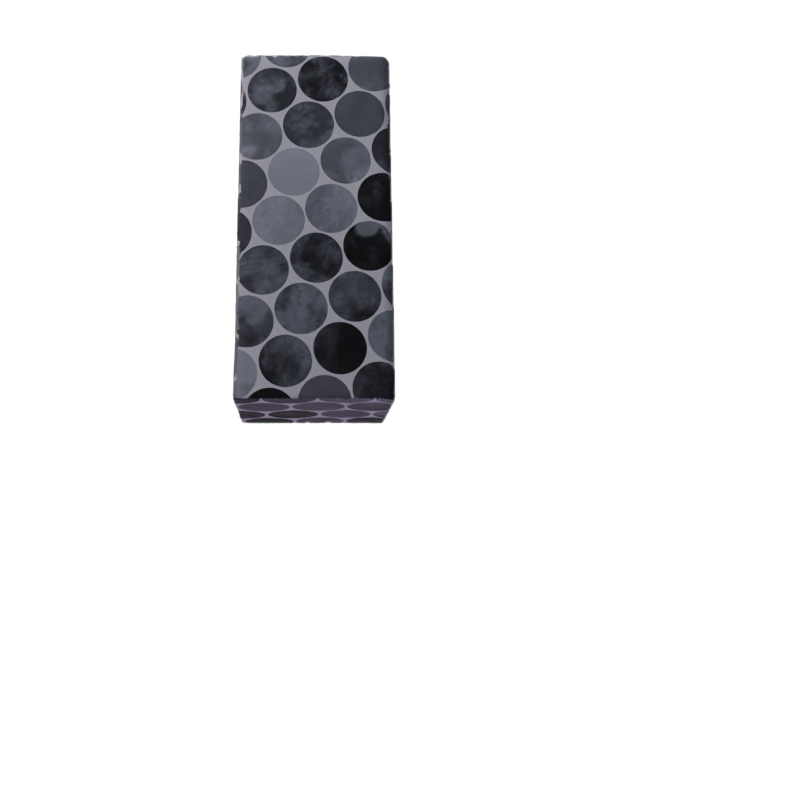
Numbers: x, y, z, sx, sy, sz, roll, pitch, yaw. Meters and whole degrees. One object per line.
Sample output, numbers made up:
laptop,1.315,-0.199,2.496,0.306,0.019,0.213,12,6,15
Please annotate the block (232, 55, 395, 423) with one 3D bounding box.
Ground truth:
block,-0.052,-0.096,0.671,0.090,0.215,0.087,0,-16,-3
